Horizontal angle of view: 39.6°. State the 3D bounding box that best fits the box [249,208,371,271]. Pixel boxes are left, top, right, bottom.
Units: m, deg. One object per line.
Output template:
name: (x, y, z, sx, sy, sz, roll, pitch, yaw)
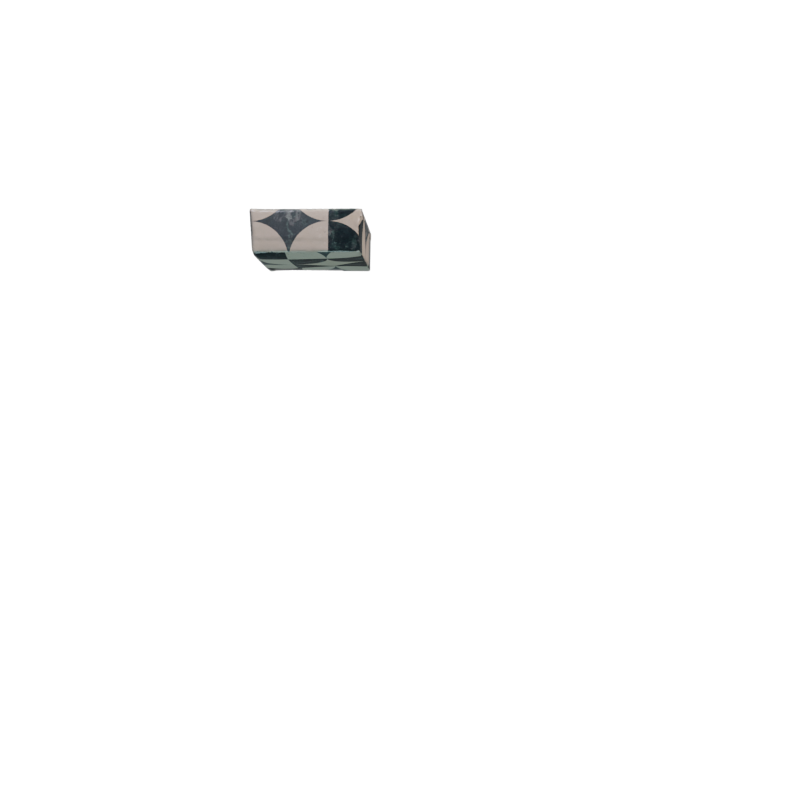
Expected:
box: (-0.072, -0.131, 0.915, 0.090, 0.039, 0.112, 0, -1, 4)
